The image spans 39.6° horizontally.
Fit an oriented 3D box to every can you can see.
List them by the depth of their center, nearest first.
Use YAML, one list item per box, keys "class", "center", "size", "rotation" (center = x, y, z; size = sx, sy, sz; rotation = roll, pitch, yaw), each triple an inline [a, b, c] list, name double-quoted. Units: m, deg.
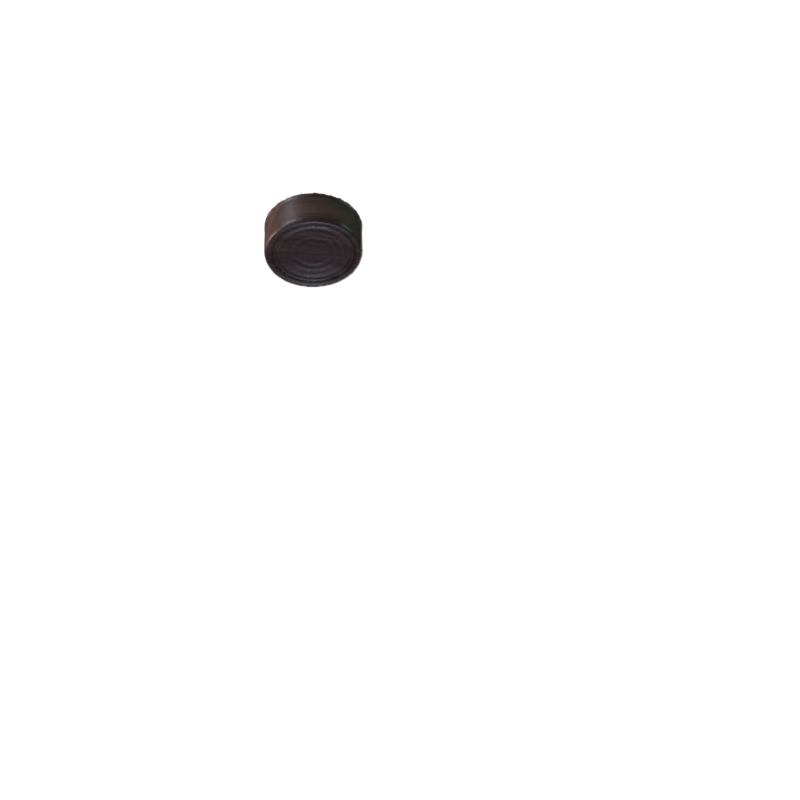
- class: "can"
  center: [-0.075, -0.136, 0.954]
  size: [0.086, 0.036, 0.080]
  rotation: [1, -40, -2]
